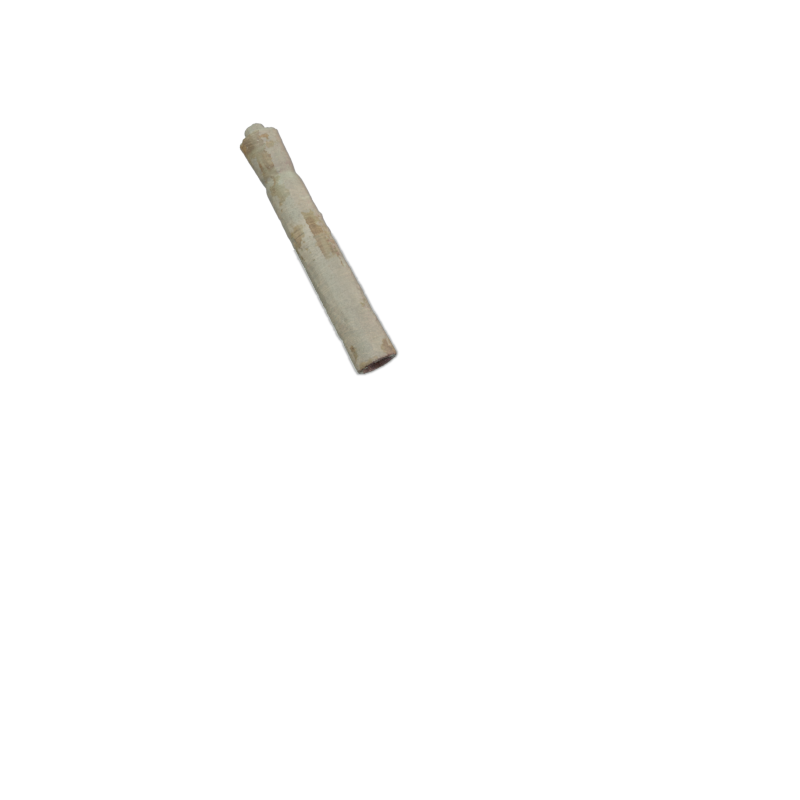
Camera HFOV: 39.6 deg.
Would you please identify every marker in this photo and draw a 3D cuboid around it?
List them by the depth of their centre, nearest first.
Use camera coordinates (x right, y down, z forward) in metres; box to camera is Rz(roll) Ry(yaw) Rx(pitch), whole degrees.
[{"bbox_3d":[-0.037,-0.068,0.477,0.020,0.127,0.019,-25,-17,-9],"label":"marker"}]
